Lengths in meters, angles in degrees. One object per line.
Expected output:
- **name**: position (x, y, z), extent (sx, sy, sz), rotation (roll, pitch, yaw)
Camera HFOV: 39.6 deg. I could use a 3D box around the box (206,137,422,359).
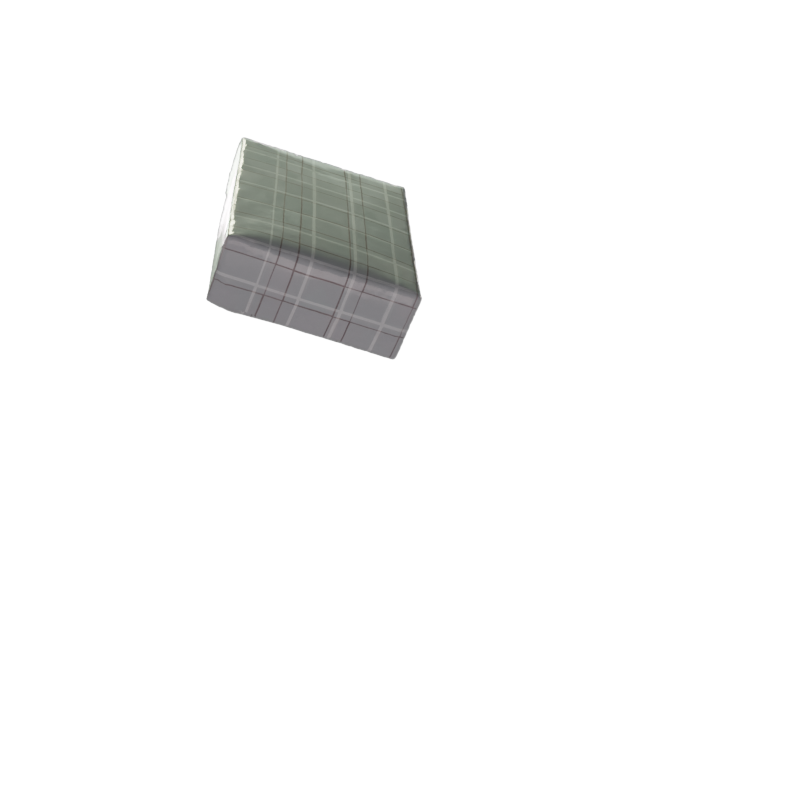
- **box**: position (-0.075, -0.137, 0.962), extent (0.161, 0.069, 0.227), rotation (15, 30, -12)
